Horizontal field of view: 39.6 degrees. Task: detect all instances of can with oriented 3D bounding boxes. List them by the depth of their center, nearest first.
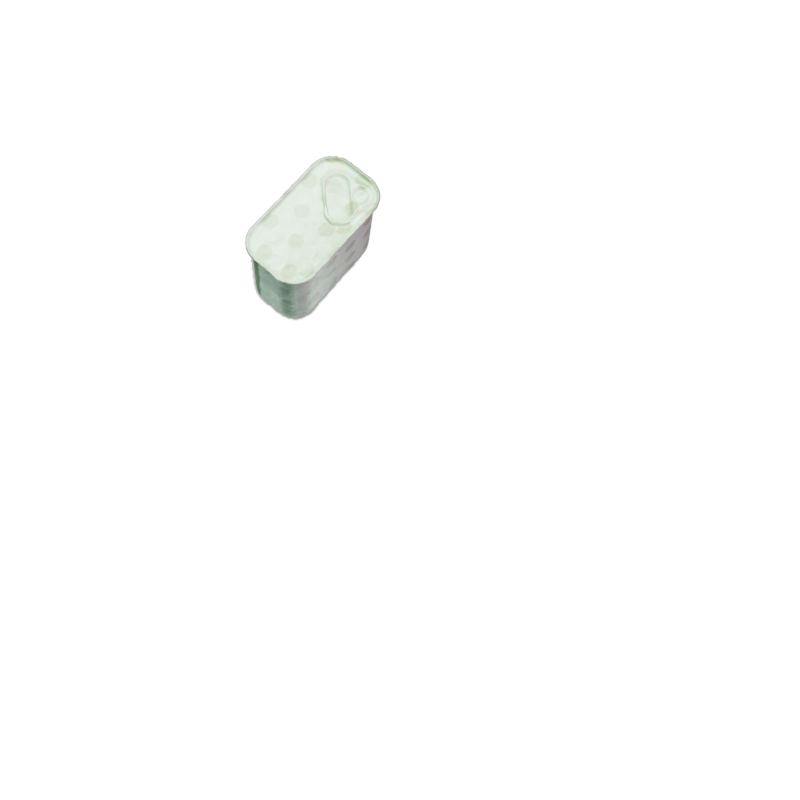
[{"bbox_3d":[-0.064,-0.116,0.812,0.059,0.103,0.080,38,-17,9],"label":"can"}]
